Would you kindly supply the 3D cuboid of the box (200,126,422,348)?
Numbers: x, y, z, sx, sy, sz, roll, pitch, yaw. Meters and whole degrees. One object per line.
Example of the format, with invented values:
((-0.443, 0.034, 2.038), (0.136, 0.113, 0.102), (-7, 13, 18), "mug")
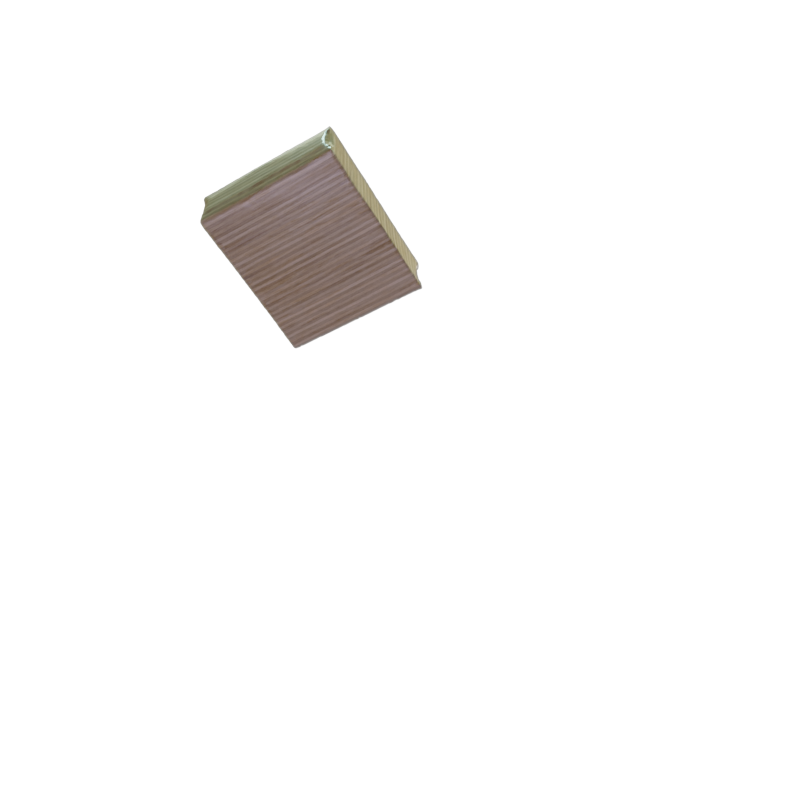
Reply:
((-0.042, -0.077, 0.539), (0.073, 0.084, 0.032), (-27, 29, 15), "box")
